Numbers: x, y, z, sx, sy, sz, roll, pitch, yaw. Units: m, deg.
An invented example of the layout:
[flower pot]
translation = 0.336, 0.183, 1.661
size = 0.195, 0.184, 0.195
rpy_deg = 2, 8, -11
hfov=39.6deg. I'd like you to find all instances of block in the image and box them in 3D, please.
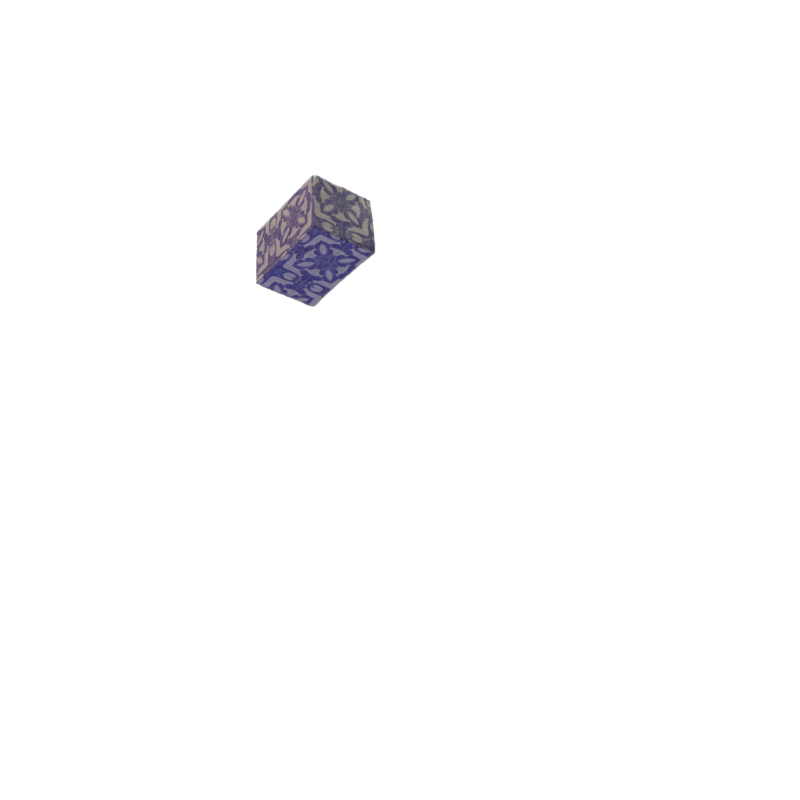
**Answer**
[block]
translation = -0.062, -0.113, 0.793
size = 0.050, 0.055, 0.077
rpy_deg = 23, -42, -30
